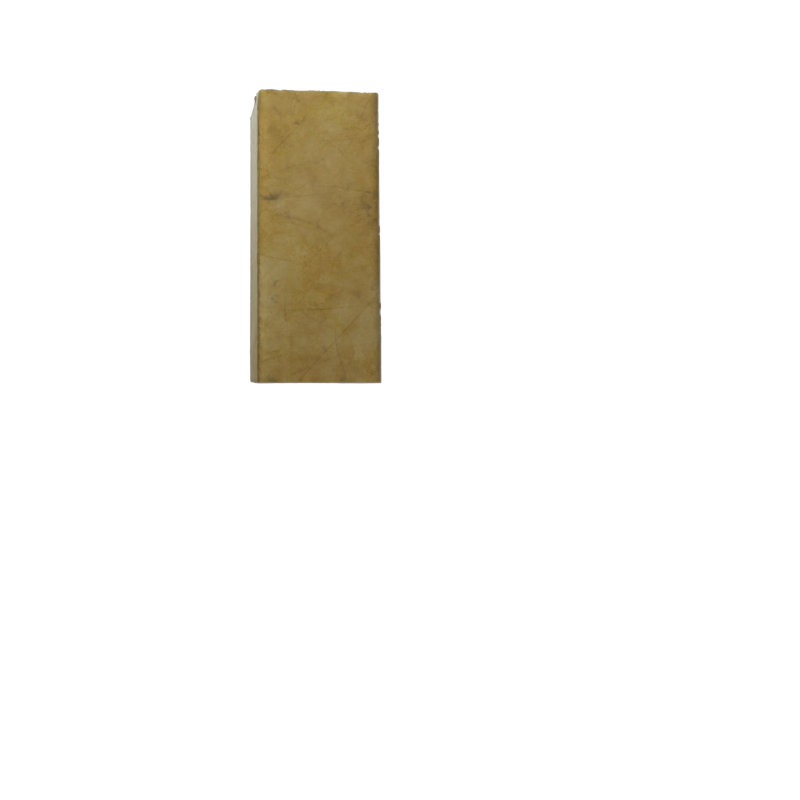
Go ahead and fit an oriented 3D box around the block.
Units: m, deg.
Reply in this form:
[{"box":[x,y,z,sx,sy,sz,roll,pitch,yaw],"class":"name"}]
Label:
[{"box":[-0.065,-0.117,0.817,0.089,0.209,0.090,0,-5,-9],"class":"block"}]
